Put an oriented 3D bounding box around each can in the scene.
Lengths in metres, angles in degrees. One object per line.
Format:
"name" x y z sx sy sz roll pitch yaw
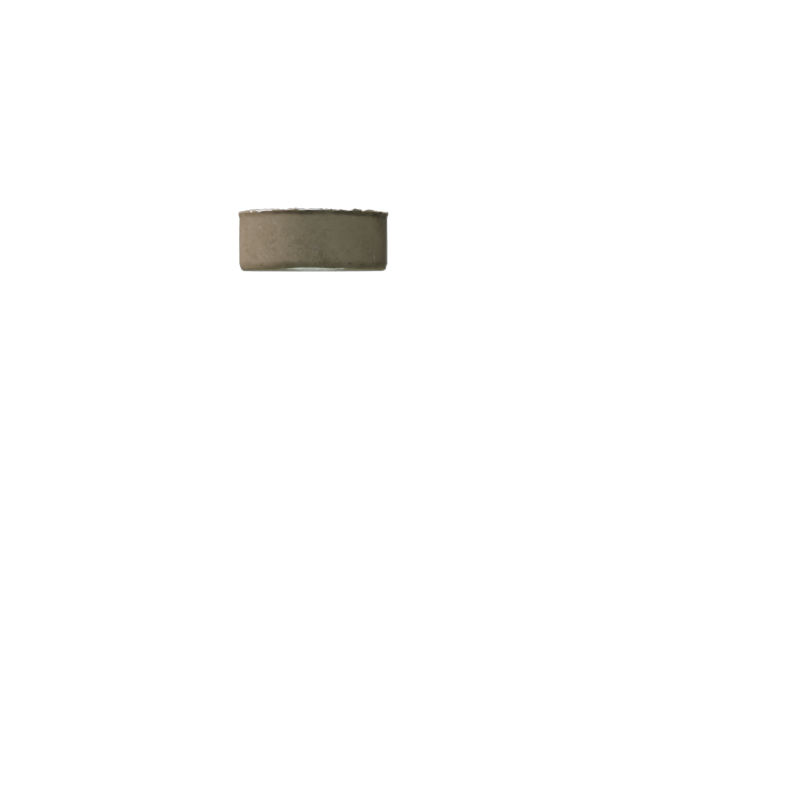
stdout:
"can" -0.049 -0.090 0.631 0.086 0.033 0.086 0 5 -2
